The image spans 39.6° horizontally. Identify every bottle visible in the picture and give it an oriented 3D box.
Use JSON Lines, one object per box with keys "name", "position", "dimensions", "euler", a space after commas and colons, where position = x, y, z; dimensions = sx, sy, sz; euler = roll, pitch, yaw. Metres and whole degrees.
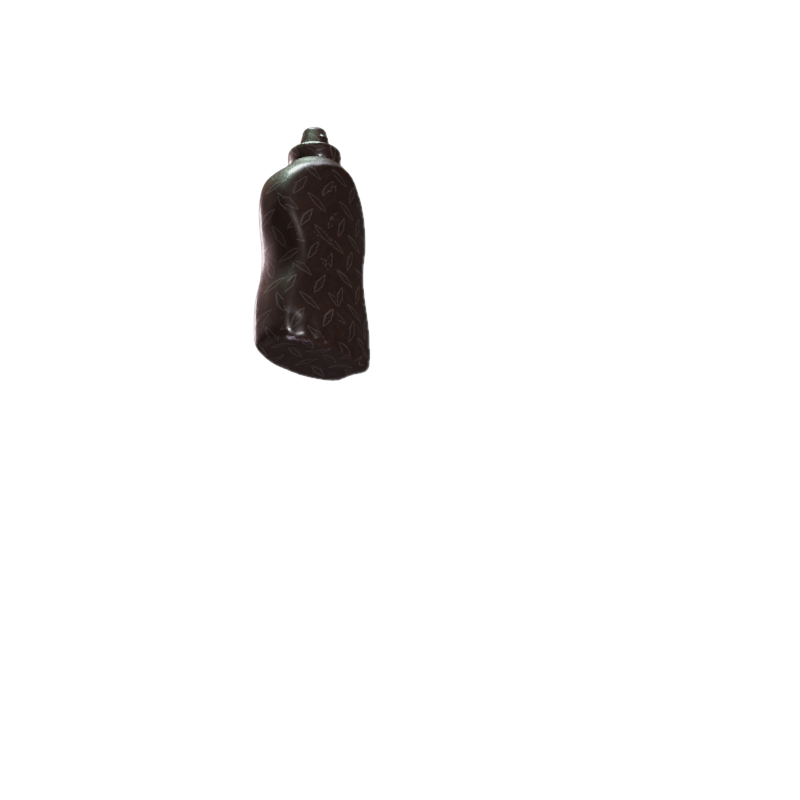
{"name": "bottle", "position": [-0.064, -0.117, 0.821], "dimensions": [0.059, 0.203, 0.090], "euler": [-22, -32, 36]}
